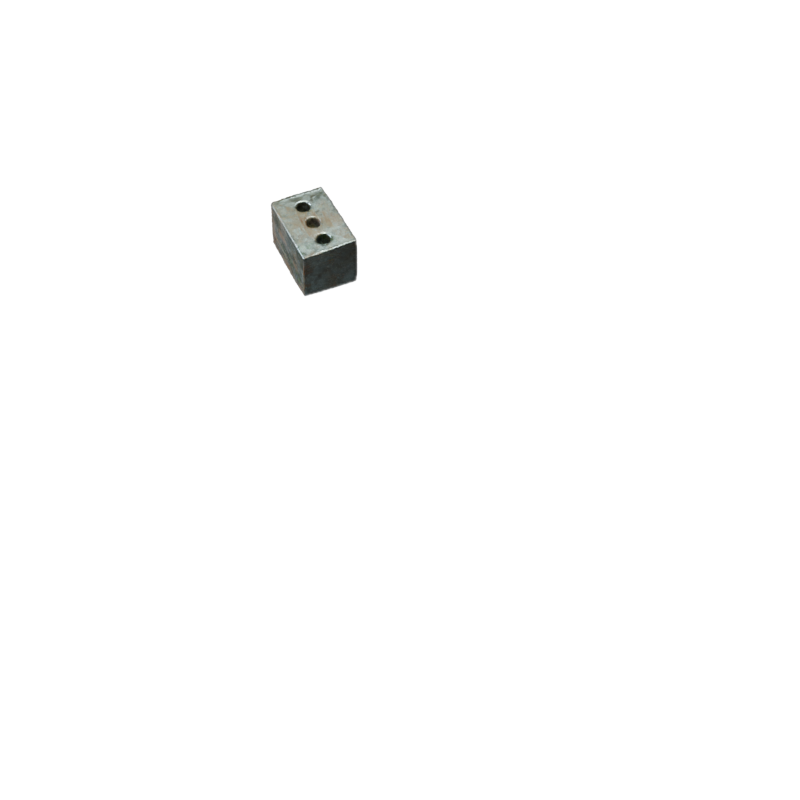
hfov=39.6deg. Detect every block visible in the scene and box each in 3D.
[{"bbox_3d":[-0.078,-0.142,0.997,0.052,0.084,0.048,-19,-37,-17],"label":"block"}]
